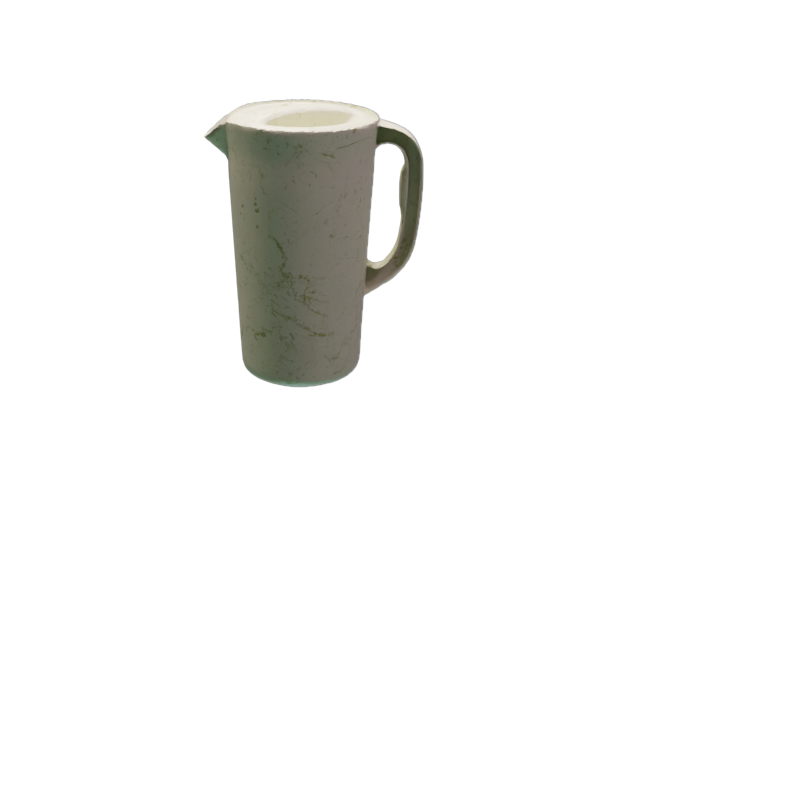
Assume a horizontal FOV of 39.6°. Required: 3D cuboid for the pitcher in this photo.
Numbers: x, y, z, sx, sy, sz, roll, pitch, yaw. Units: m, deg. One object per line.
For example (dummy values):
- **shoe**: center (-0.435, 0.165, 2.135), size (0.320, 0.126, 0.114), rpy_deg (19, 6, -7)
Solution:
- **pitcher**: center (-0.077, -0.140, 0.981), size (0.158, 0.232, 0.143), rpy_deg (20, 28, 40)
